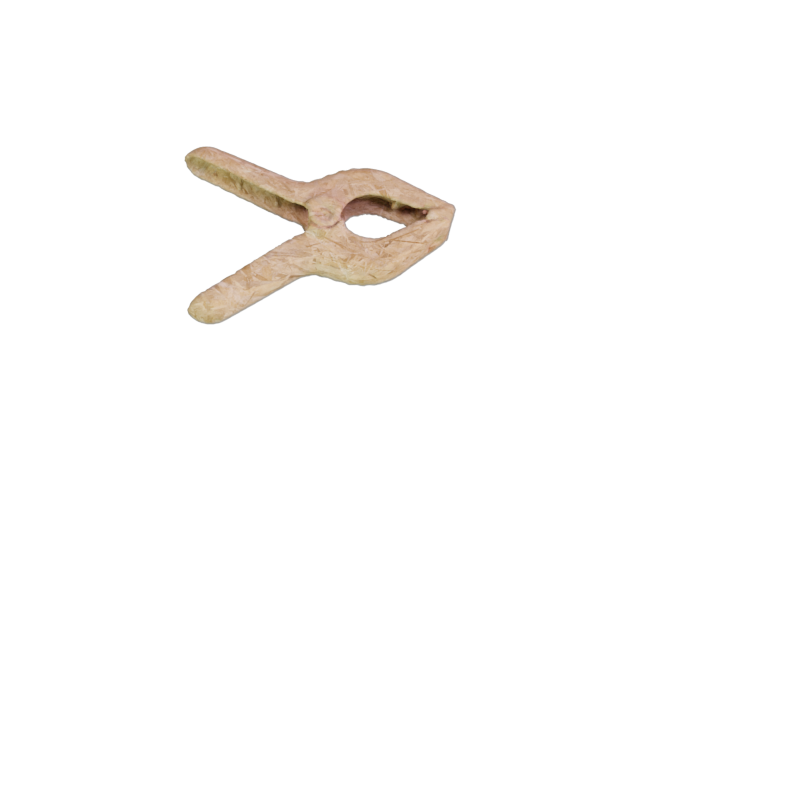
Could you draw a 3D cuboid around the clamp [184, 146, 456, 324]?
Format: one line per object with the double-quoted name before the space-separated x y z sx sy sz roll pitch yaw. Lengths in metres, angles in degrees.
"clamp" -0.053 -0.097 0.678 0.172 0.126 0.037 4 -22 1
